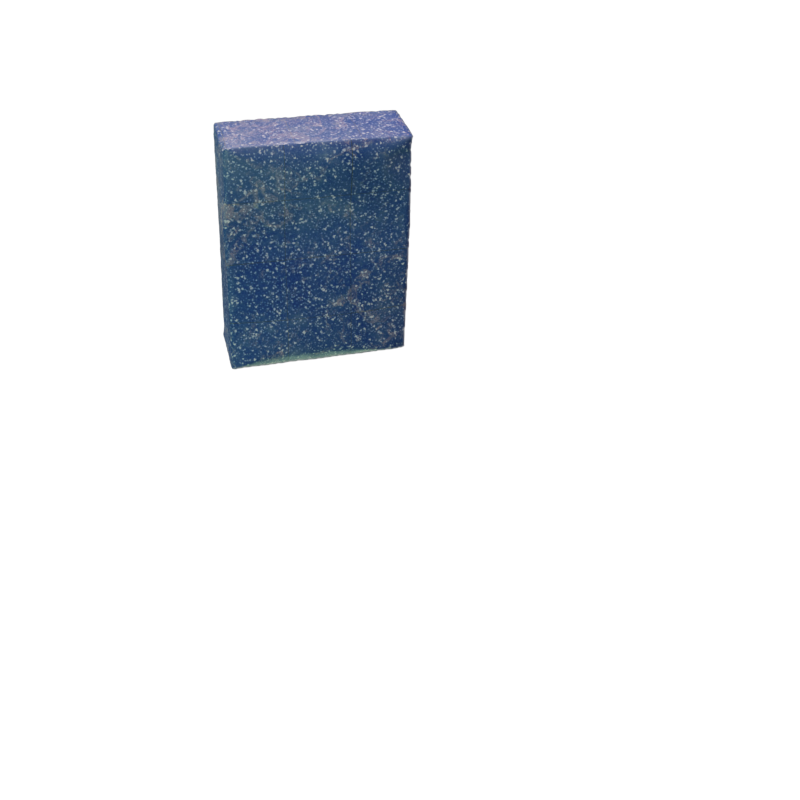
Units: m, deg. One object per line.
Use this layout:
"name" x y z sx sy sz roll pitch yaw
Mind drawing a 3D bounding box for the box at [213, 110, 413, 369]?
"box" -0.077 -0.140 0.978 0.162 0.201 0.077 -6 30 -12
